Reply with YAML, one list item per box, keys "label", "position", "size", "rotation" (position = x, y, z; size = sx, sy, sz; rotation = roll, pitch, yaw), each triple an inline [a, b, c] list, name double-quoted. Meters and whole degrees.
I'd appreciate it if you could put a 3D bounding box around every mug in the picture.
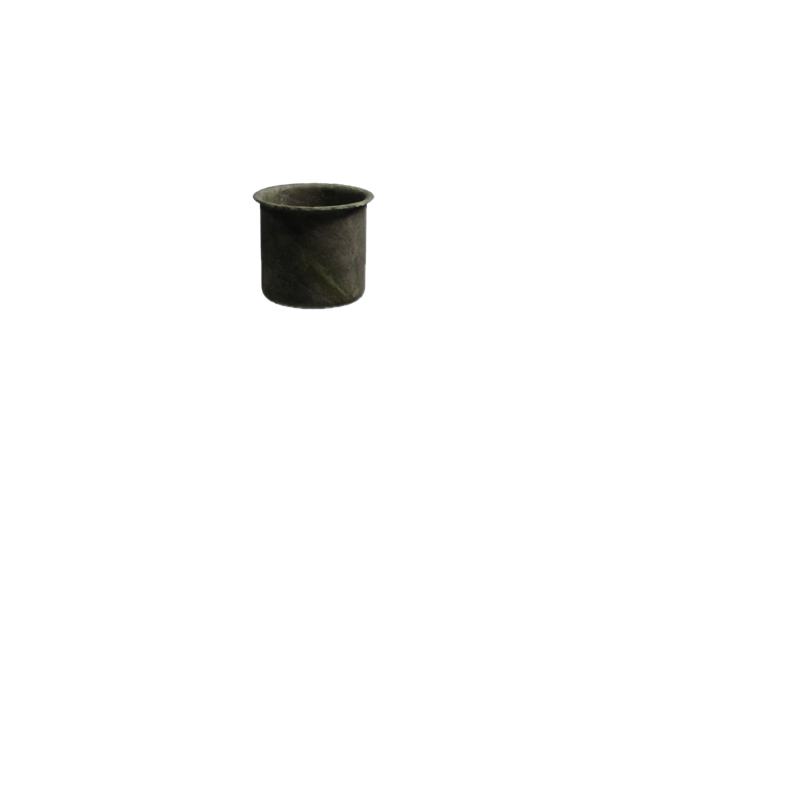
- label: "mug"
  position: [-0.068, -0.124, 0.870]
  size: [0.093, 0.078, 0.122]
  rotation: [0, 20, -3]
